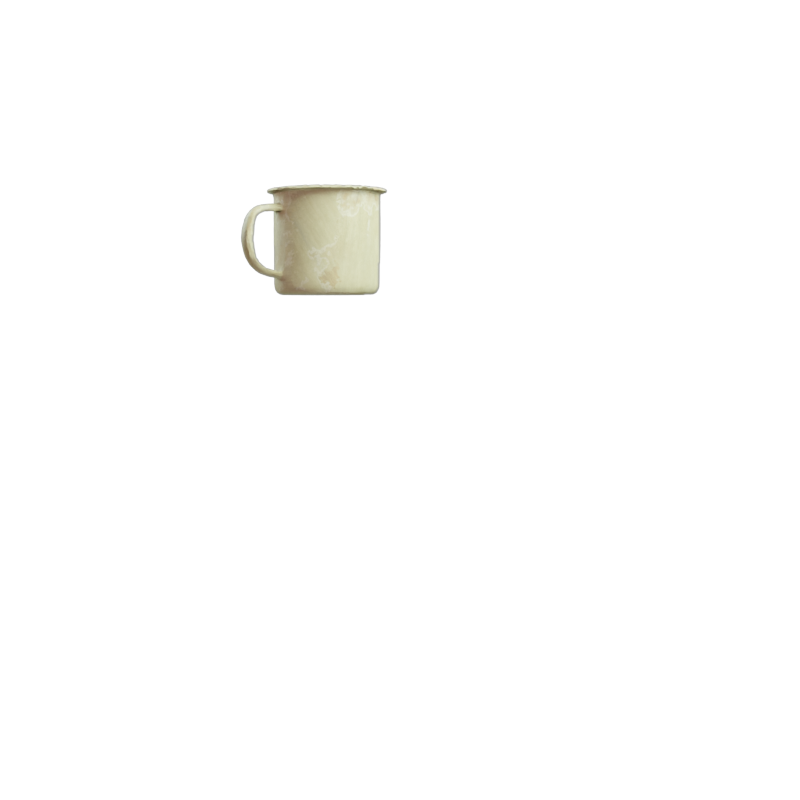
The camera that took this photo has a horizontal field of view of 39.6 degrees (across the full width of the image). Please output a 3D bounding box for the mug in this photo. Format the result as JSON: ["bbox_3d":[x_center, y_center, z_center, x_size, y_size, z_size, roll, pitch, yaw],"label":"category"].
[{"bbox_3d":[-0.067,-0.121,0.850,0.113,0.082,0.097,-2,3,-31],"label":"mug"}]
